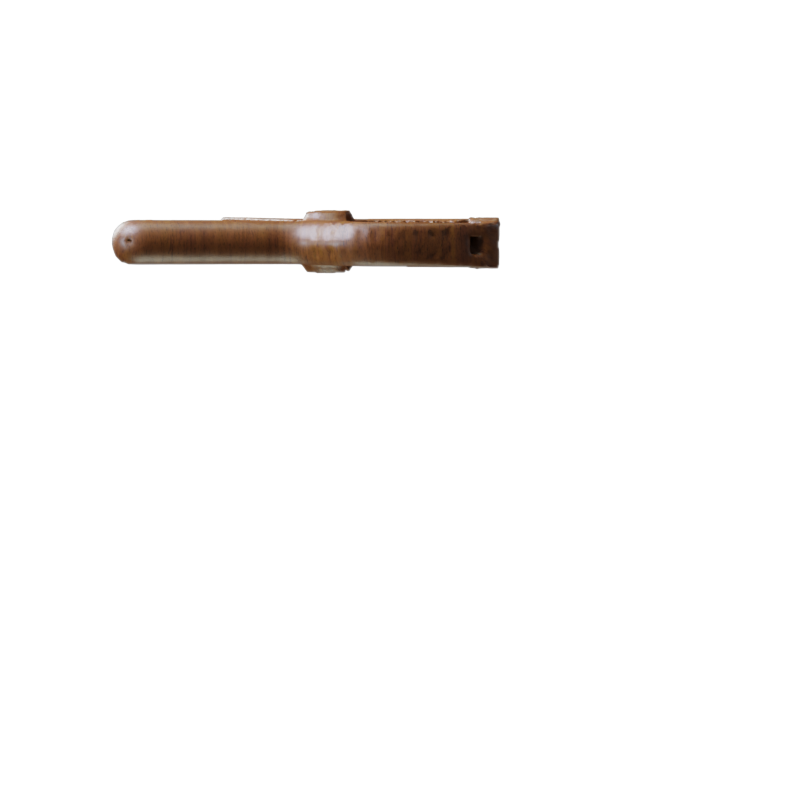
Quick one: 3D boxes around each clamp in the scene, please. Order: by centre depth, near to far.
[{"bbox_3d":[-0.051,-0.092,0.645,0.216,0.036,0.162,4,11,21],"label":"clamp"}]
